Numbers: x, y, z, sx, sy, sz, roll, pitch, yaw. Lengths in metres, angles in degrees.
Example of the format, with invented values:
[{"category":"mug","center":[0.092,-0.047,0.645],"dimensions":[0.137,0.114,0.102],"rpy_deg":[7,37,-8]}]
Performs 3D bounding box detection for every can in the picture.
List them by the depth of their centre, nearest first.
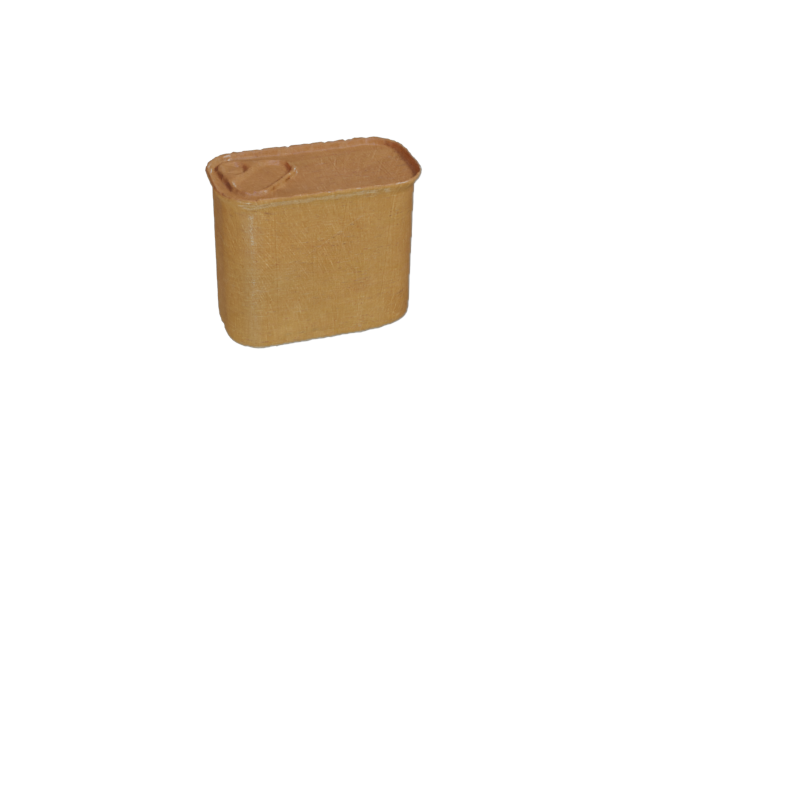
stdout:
[{"category":"can","center":[-0.044,-0.079,0.555],"dimensions":[0.100,0.079,0.062],"rpy_deg":[-9,33,-15]}]
